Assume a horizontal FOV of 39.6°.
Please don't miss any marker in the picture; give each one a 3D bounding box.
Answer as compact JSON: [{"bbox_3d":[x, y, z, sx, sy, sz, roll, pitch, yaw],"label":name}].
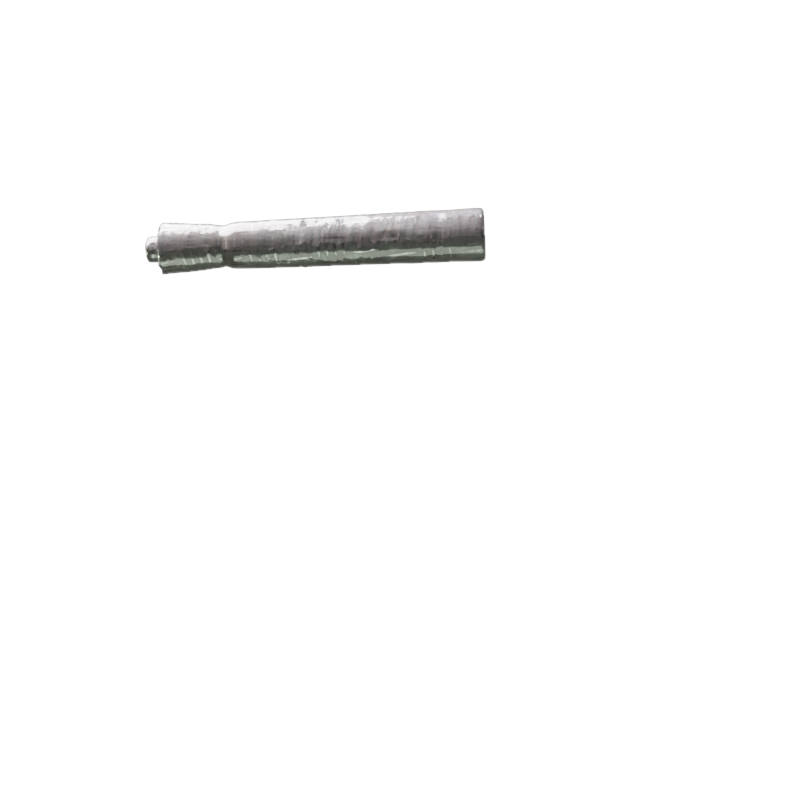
[{"bbox_3d":[-0.031,-0.057,0.396,0.122,0.020,0.020,-2,4,7],"label":"marker"}]
